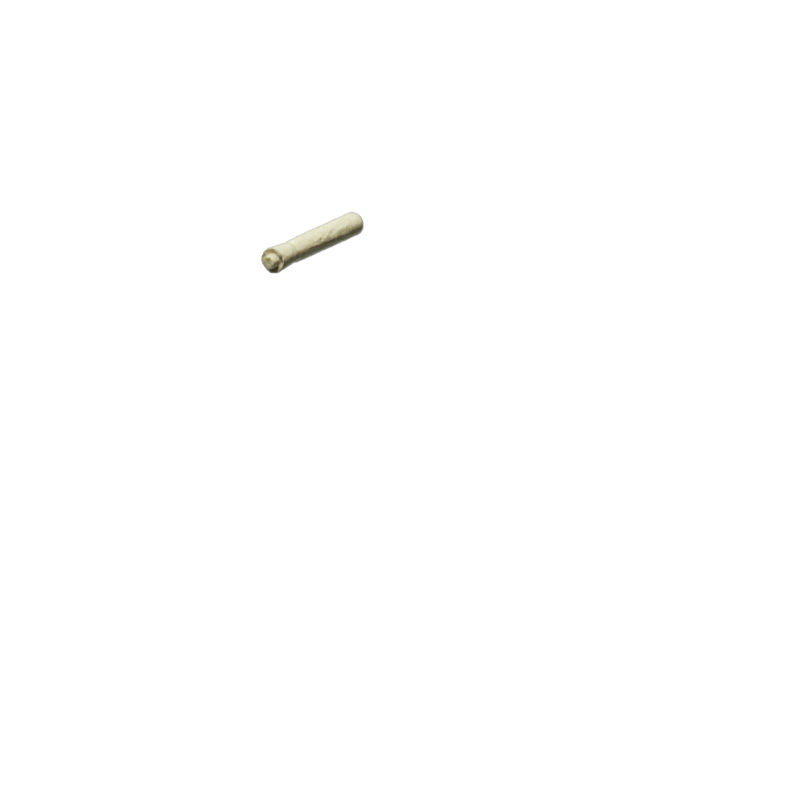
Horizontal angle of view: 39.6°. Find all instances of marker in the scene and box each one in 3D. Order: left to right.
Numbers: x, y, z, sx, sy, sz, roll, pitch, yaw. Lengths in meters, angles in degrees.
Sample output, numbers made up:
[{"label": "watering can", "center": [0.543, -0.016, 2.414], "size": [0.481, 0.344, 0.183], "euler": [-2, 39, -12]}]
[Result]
[{"label": "marker", "center": [-0.063, -0.115, 0.809], "size": [0.020, 0.019, 0.121], "euler": [2, 21, 28]}]
